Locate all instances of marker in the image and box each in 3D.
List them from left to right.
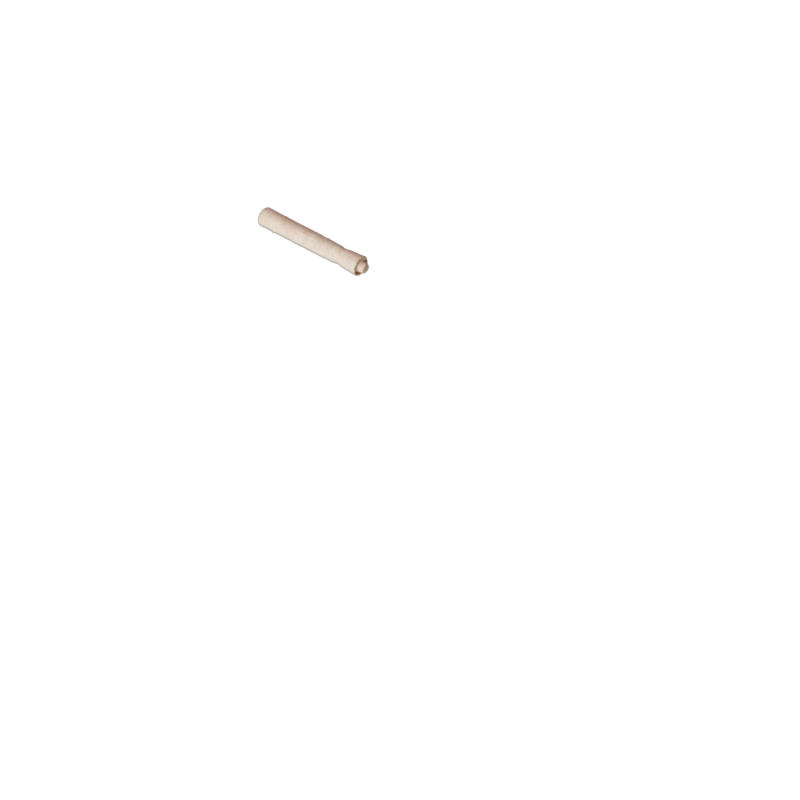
[{"bbox_3d":[-0.077,-0.140,0.979,0.129,0.019,0.019,31,20,31],"label":"marker"}]
